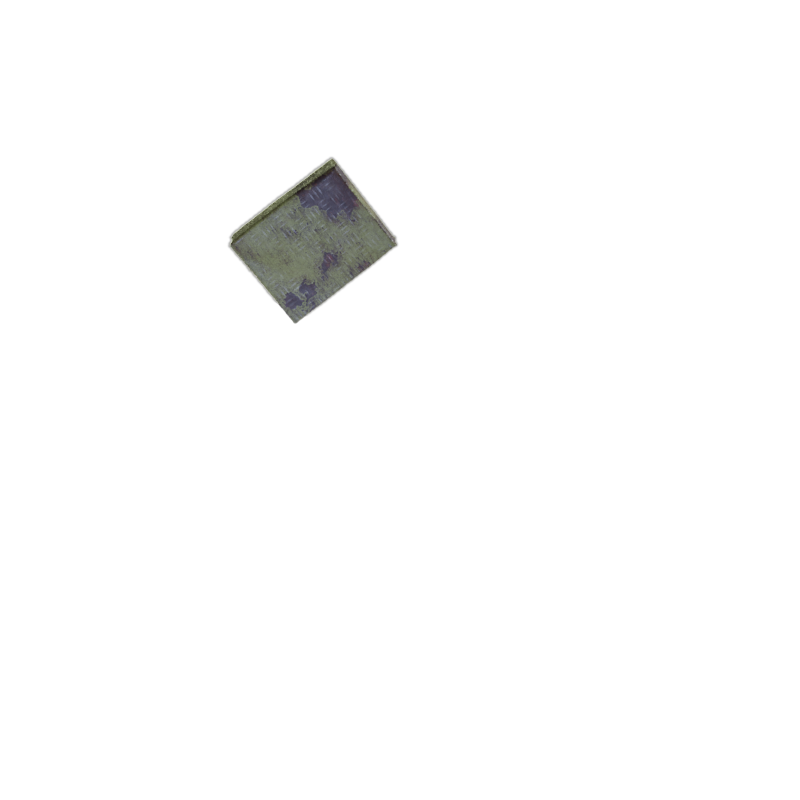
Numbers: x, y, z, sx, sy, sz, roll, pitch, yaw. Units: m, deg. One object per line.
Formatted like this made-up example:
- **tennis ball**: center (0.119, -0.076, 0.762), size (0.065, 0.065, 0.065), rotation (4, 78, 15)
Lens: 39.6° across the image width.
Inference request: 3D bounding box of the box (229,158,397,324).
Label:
- **box**: center (-0.073, -0.133, 0.932), size (0.113, 0.087, 0.040), rotation (-36, 13, 9)
